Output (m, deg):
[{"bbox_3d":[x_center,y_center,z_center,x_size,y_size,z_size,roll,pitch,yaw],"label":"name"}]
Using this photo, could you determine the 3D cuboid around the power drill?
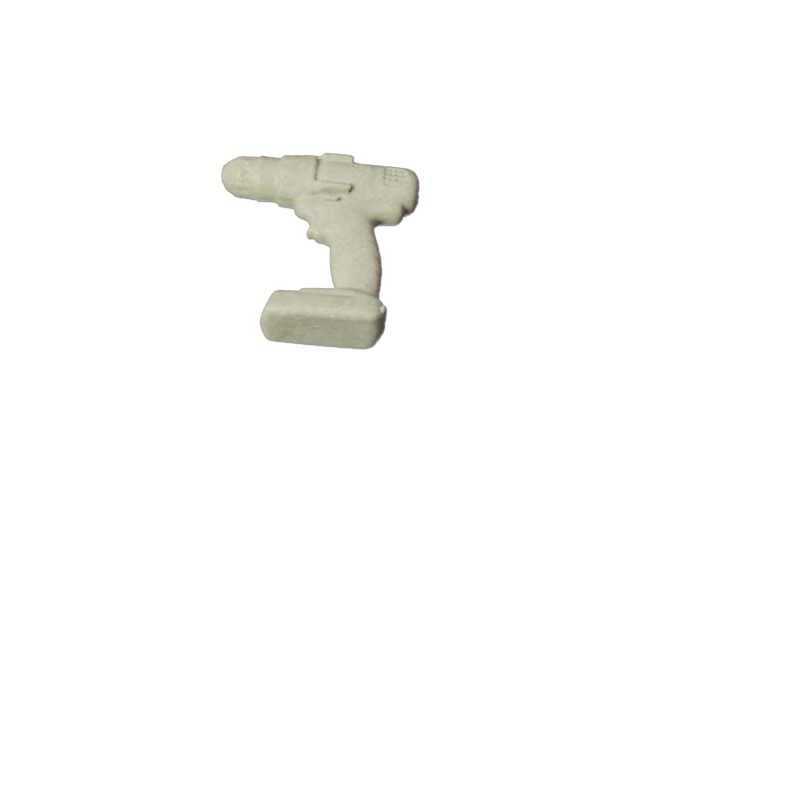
[{"bbox_3d":[-0.077,-0.141,0.988,0.185,0.200,0.054,4,-33,2],"label":"power drill"}]
